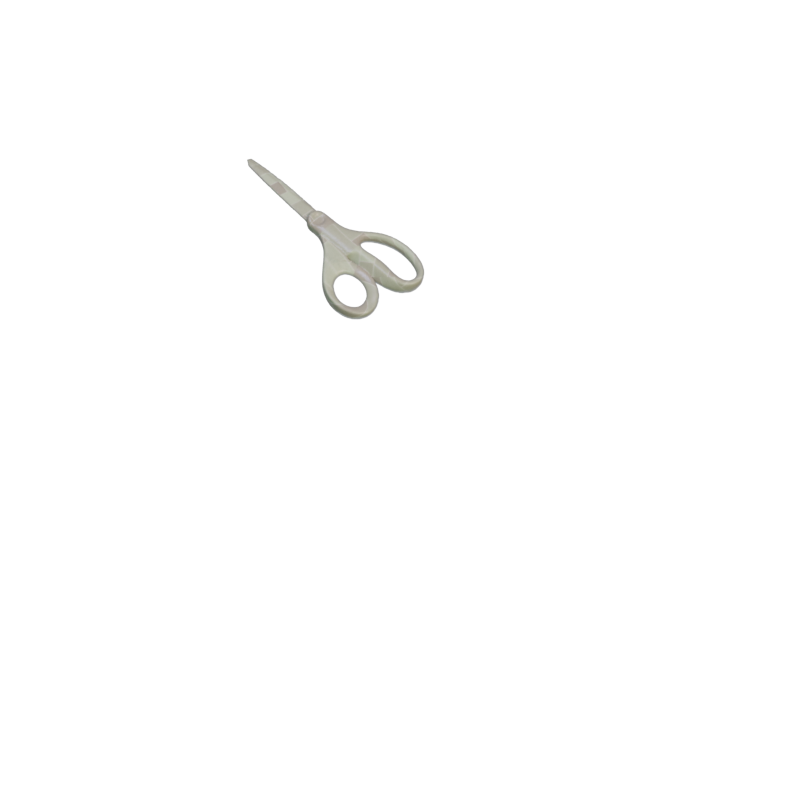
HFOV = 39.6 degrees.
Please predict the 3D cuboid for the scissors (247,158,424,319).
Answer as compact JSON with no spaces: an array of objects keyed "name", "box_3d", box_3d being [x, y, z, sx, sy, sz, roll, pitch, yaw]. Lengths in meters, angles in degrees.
[{"name":"scissors","box_3d":[-0.076,-0.139,0.974,0.210,0.099,0.015,29,-28,17]}]
